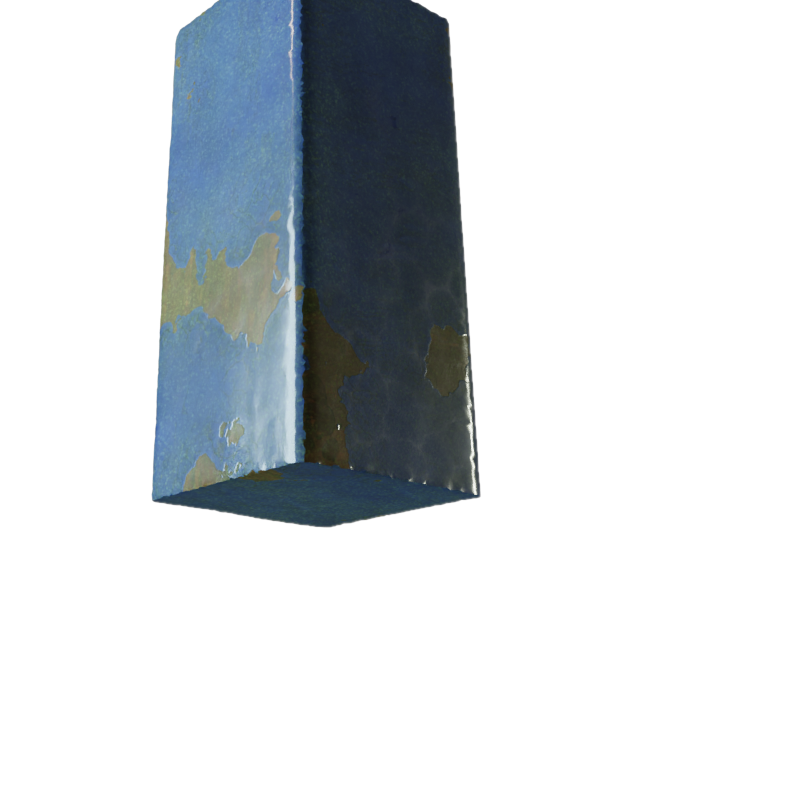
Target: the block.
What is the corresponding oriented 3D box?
[{"bbox_3d":[-0.036,-0.064,0.446,0.085,0.217,0.091,18,-29,-40],"label":"block"}]
